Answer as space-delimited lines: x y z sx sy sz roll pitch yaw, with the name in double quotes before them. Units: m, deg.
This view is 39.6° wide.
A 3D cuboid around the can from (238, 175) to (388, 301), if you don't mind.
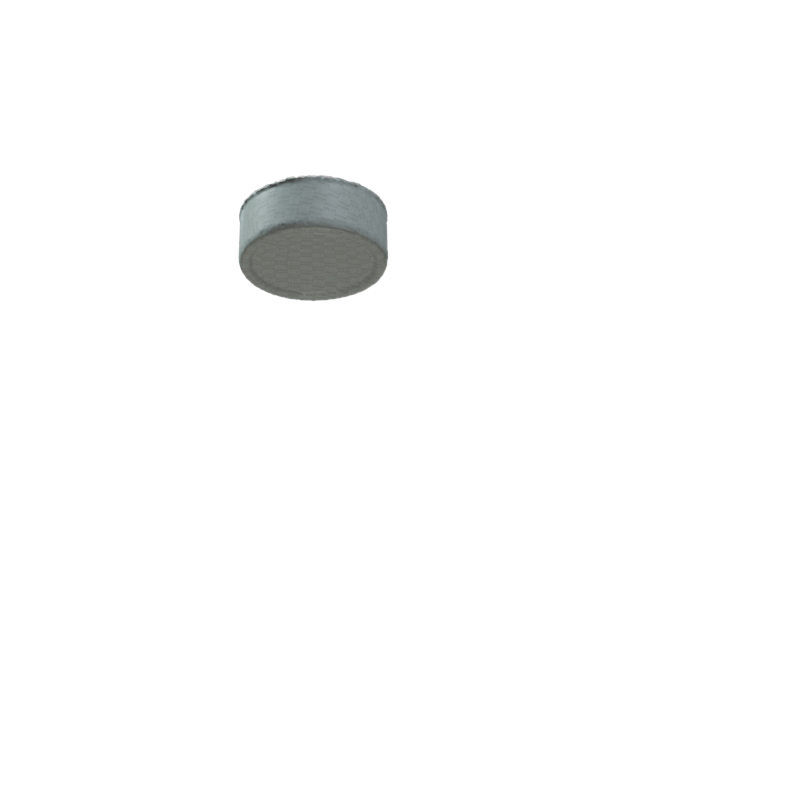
"can" -0.049 -0.090 0.631 0.086 0.036 0.081 1 -26 -2
